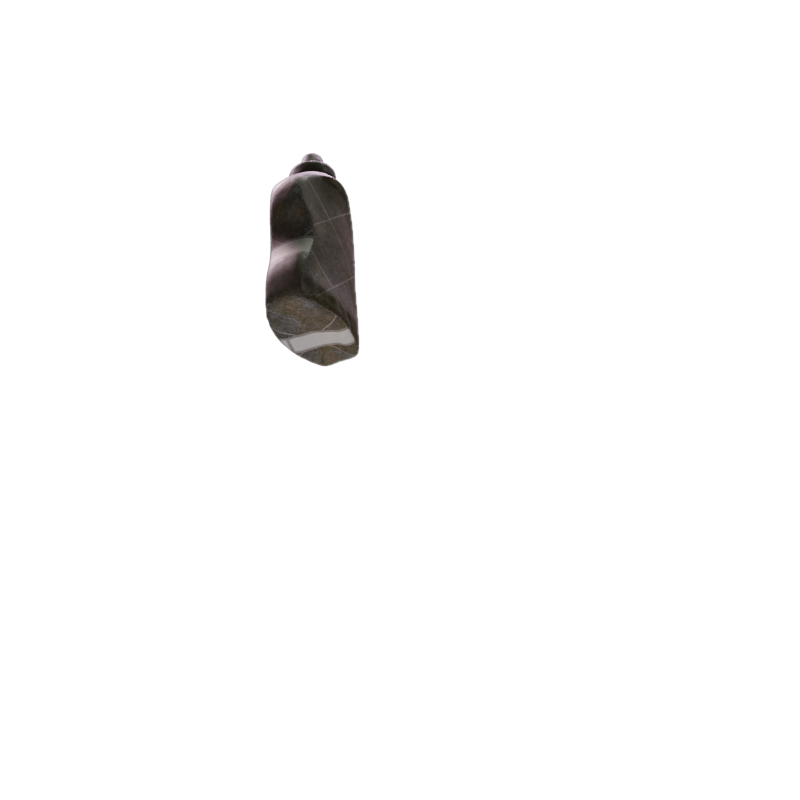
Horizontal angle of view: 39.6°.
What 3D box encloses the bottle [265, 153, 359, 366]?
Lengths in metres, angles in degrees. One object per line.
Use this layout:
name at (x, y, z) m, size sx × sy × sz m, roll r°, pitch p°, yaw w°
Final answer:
bottle at (-0.072, -0.130, 0.912) m, size 0.059 × 0.206 × 0.089 m, roll -22°, pitch -41°, yaw 23°
